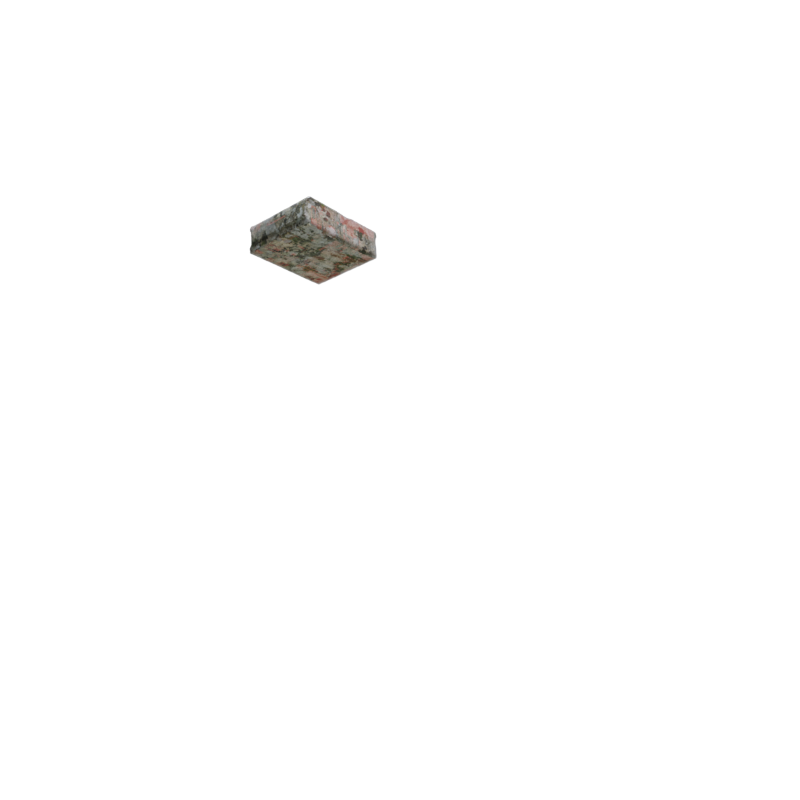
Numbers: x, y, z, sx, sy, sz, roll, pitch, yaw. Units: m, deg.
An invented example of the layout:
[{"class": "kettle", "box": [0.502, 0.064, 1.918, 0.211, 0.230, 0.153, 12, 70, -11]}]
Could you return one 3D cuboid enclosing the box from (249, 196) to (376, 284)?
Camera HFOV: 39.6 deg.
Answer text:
[{"class": "box", "box": [-0.076, -0.139, 0.975, 0.073, 0.032, 0.084, -22, -32, 38]}]
